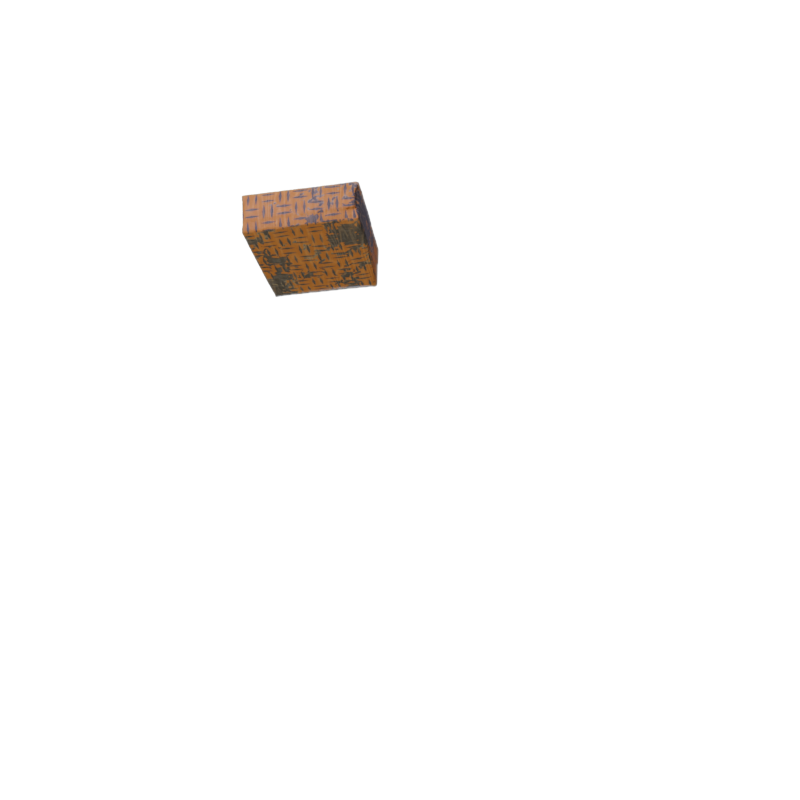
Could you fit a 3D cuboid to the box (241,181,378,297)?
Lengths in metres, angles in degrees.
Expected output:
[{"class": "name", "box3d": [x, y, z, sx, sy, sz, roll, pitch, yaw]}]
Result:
[{"class": "box", "box3d": [-0.068, -0.124, 0.865, 0.091, 0.041, 0.106, -4, -26, 8]}]
